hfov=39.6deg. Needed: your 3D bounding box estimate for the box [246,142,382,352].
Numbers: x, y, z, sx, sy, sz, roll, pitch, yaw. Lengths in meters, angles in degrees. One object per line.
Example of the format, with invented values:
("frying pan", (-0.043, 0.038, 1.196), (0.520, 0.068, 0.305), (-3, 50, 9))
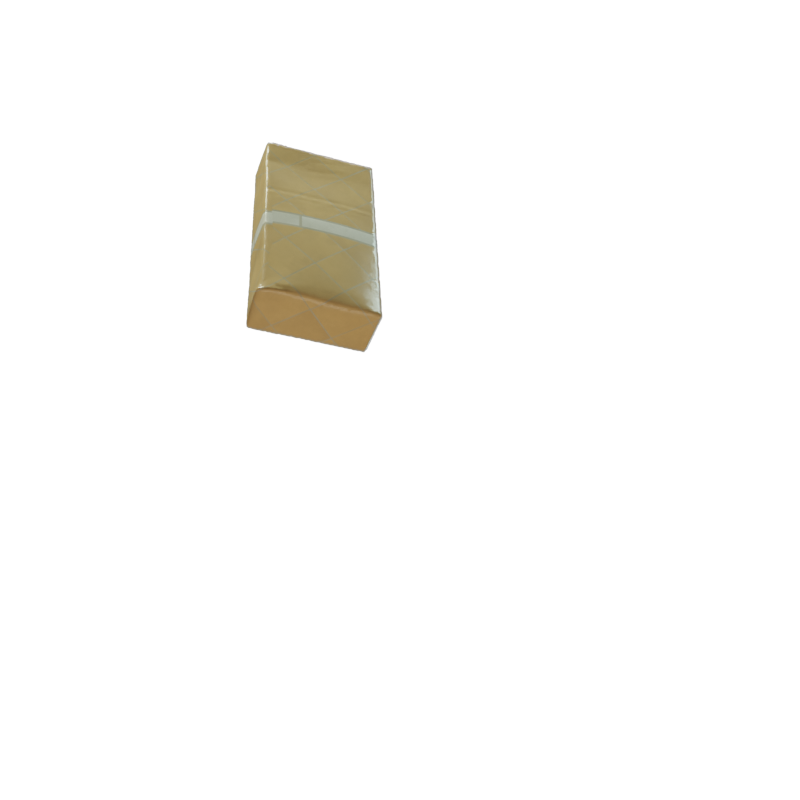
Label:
("box", (-0.066, -0.121, 0.850), (0.091, 0.046, 0.189), (11, 41, -14))
